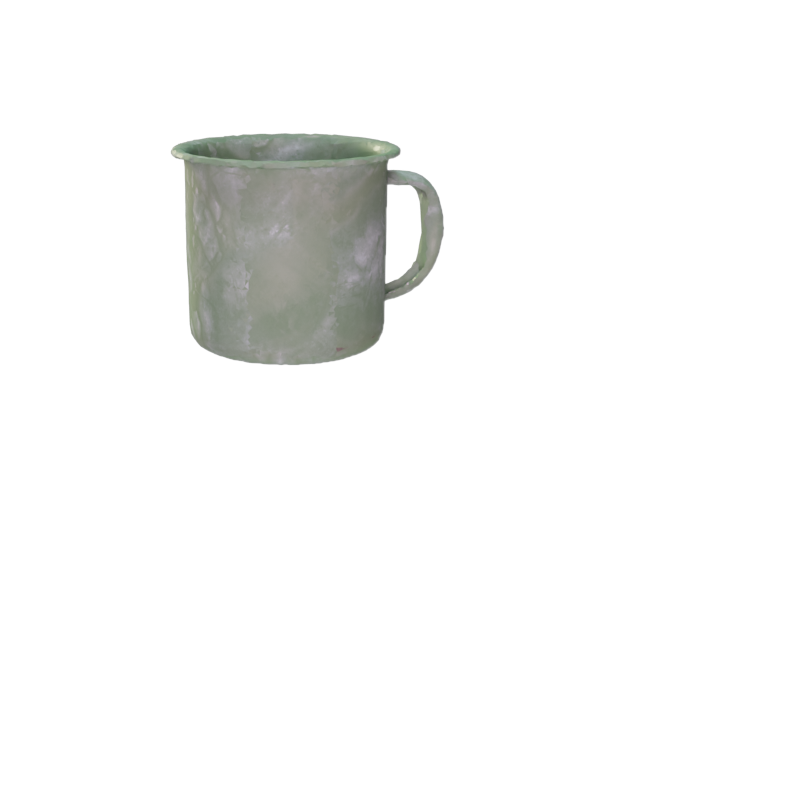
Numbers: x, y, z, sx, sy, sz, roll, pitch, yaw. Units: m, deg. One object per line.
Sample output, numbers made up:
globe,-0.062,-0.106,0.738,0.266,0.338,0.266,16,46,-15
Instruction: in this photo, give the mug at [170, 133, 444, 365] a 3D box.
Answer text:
mug,-0.036,-0.066,0.462,0.114,0.079,0.099,-8,19,-24
